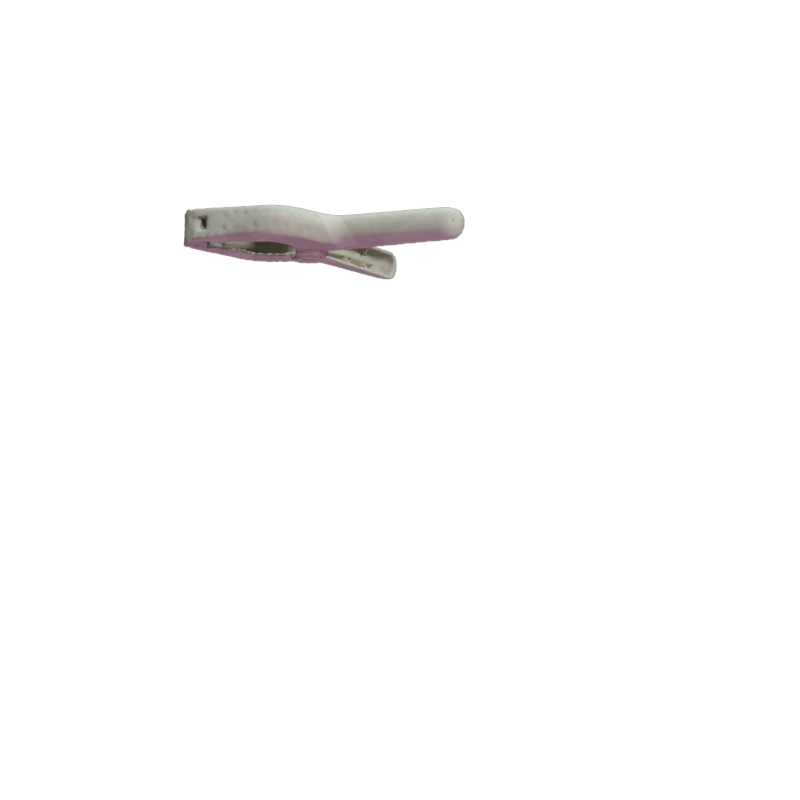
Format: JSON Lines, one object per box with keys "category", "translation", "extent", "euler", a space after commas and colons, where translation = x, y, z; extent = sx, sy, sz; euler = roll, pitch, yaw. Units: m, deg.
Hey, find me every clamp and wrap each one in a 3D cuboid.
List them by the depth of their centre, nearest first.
{"category": "clamp", "translation": [-0.070, -0.128, 0.899], "extent": [0.207, 0.037, 0.162], "euler": [1, -8, -10]}
